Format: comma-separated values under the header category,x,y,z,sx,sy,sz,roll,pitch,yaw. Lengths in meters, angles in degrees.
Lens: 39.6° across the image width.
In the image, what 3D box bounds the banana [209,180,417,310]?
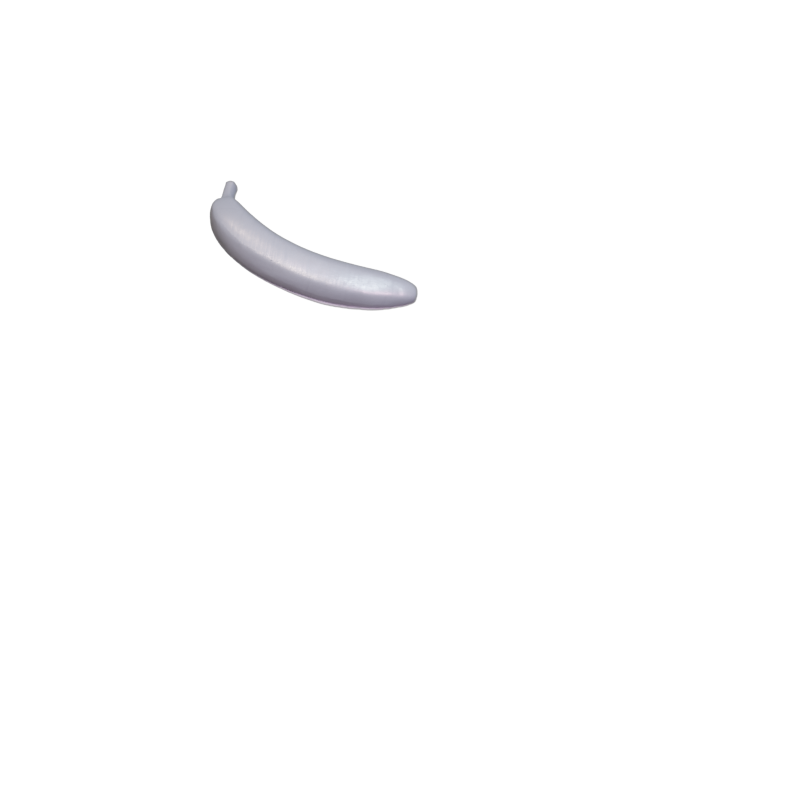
category,x,y,z,sx,sy,sz,roll,pitch,yaw
banana,-0.083,-0.115,0.871,0.208,0.071,0.034,33,-30,22
